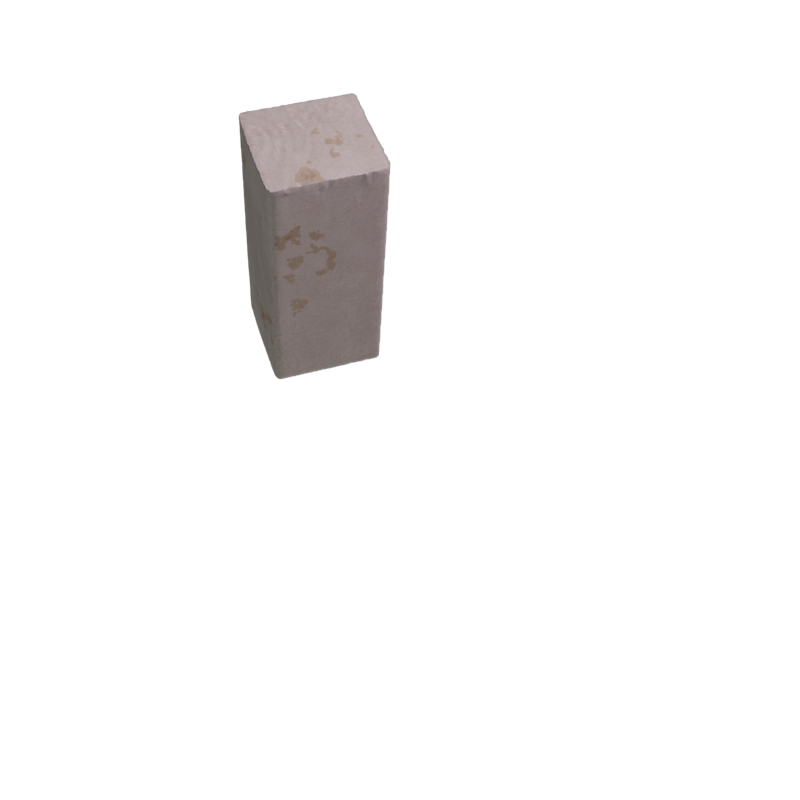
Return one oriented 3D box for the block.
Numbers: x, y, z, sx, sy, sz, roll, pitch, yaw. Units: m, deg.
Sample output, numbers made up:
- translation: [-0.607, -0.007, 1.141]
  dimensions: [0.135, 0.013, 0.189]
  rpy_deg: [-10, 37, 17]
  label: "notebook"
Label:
- translation: [-0.066, -0.121, 0.848]
  dimensions: [0.090, 0.098, 0.192]
  rpy_deg: [-12, -39, -13]
  label: "block"
